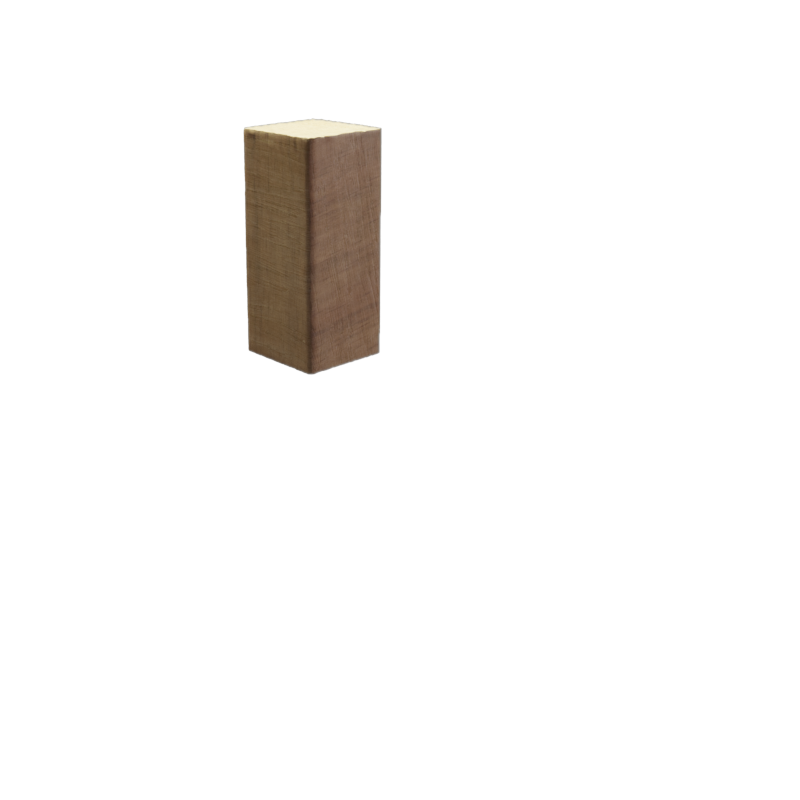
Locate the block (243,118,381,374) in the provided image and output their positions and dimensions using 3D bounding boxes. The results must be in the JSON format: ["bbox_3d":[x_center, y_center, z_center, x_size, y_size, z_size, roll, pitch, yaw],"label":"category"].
[{"bbox_3d":[-0.078,-0.141,0.989,0.088,0.199,0.096,-14,22,-43],"label":"block"}]
